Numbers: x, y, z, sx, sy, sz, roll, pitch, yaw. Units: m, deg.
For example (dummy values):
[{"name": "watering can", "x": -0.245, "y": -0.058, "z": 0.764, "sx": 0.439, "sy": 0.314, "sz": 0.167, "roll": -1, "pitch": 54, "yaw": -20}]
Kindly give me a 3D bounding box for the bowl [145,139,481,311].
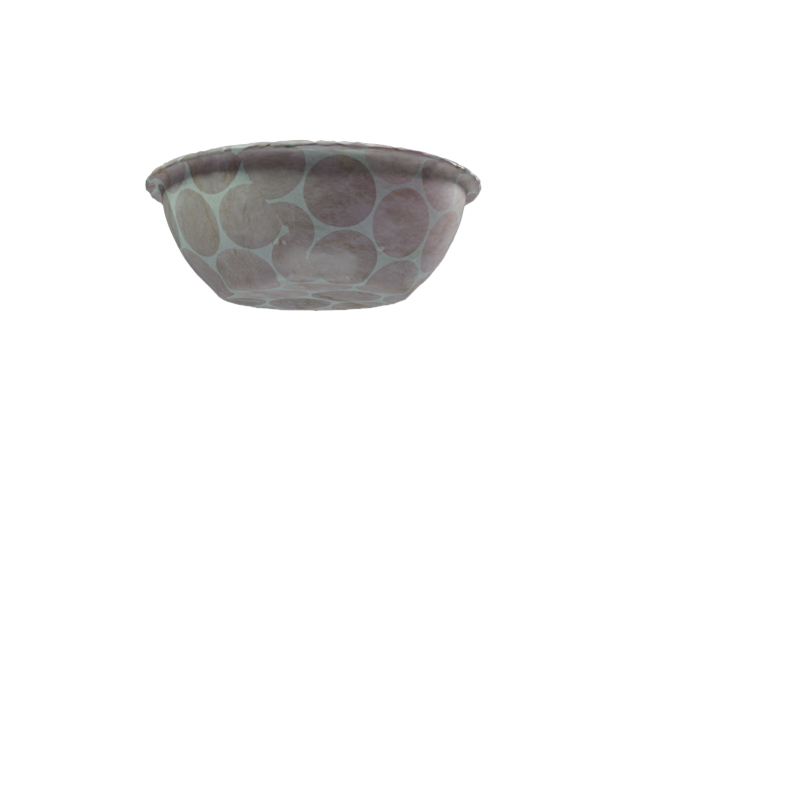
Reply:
[{"name": "bowl", "x": -0.042, "y": -0.076, "z": 0.534, "sx": 0.162, "sy": 0.056, "sz": 0.159, "roll": 0, "pitch": -5, "yaw": -2}]
